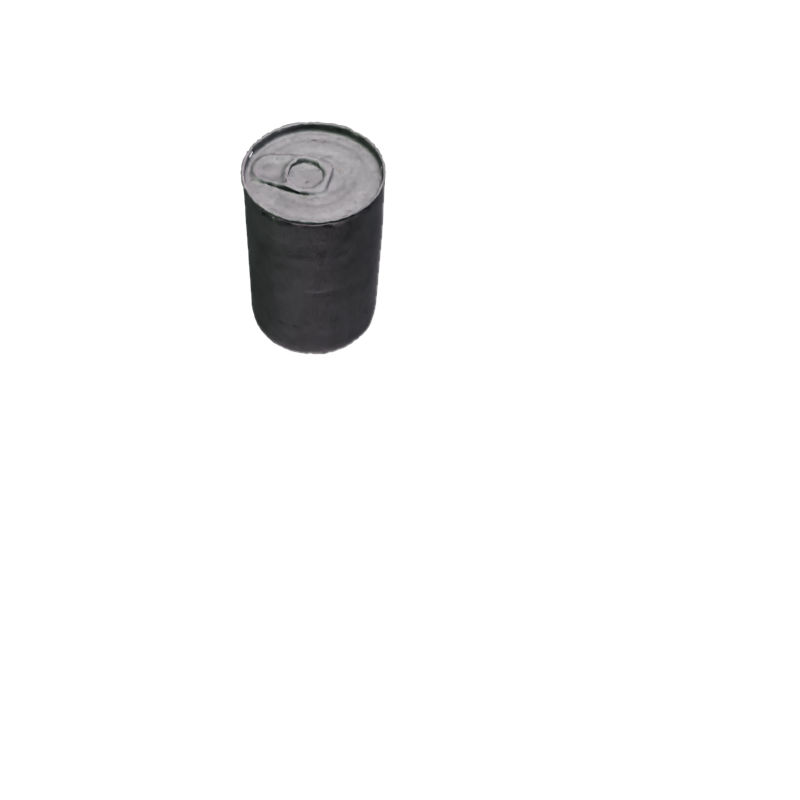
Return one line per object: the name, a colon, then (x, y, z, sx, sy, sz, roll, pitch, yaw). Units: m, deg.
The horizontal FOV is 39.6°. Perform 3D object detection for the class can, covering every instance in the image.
can: (-0.043, -0.079, 0.554, 0.068, 0.073, 0.095, 0, -38, -3)
